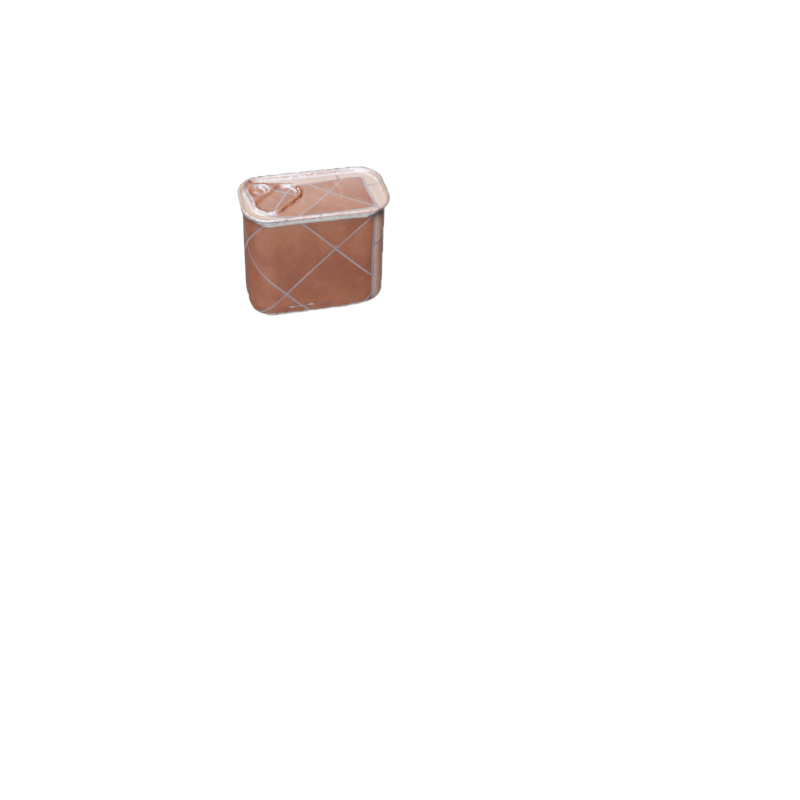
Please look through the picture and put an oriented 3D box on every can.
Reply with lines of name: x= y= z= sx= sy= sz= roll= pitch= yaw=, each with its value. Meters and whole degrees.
can: x=-0.061 y=-0.111 z=0.780 sx=0.101 sy=0.078 sz=0.062 roll=-7 pitch=40 yaw=-10
